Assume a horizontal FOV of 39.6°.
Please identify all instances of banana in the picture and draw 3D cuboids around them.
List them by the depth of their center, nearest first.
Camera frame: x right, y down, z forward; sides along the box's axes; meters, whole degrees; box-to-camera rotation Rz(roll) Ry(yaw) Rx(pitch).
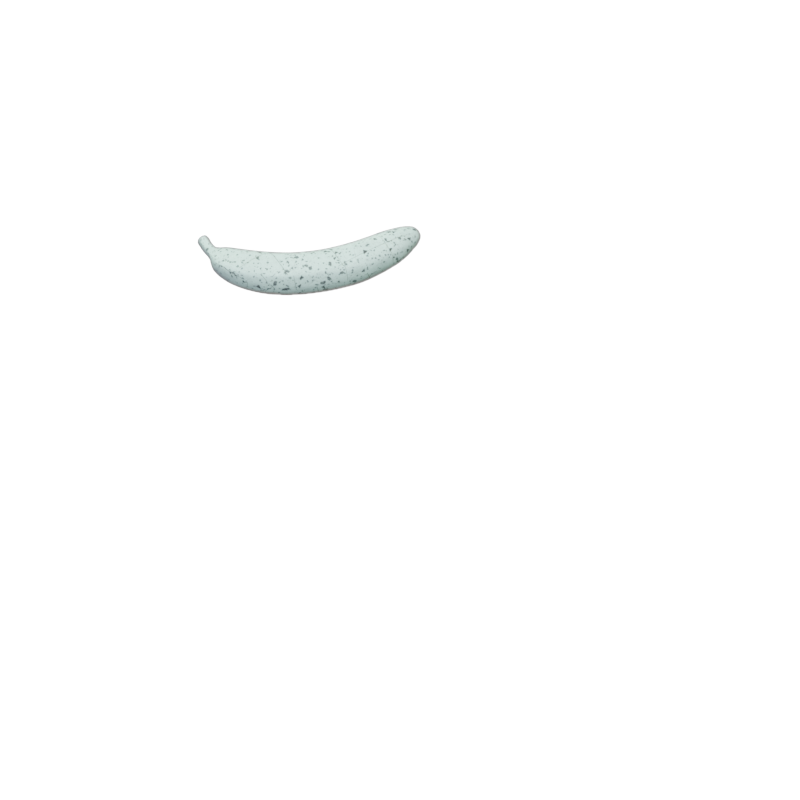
[{"bbox_3d":[-0.079,-0.122,0.964,0.197,0.074,0.034,-1,-32,-1],"label":"banana"}]
